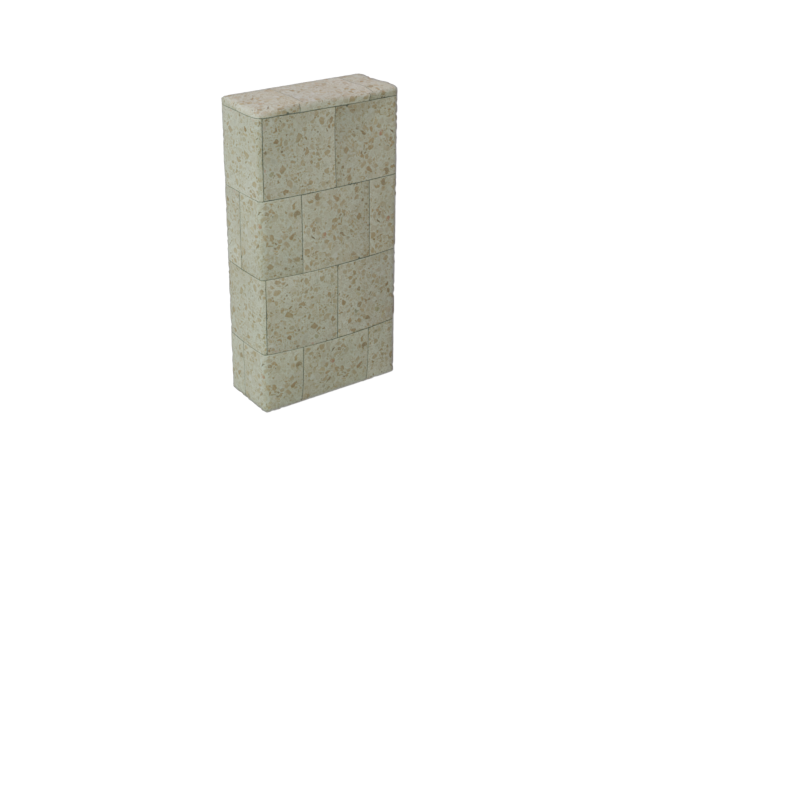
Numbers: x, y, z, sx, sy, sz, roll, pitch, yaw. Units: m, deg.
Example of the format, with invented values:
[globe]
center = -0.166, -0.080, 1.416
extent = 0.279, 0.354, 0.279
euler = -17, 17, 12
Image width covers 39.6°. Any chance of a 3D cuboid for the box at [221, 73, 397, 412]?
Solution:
[box]
center = -0.049, -0.089, 0.626
extent = 0.092, 0.167, 0.051
euler = -17, 32, -32
